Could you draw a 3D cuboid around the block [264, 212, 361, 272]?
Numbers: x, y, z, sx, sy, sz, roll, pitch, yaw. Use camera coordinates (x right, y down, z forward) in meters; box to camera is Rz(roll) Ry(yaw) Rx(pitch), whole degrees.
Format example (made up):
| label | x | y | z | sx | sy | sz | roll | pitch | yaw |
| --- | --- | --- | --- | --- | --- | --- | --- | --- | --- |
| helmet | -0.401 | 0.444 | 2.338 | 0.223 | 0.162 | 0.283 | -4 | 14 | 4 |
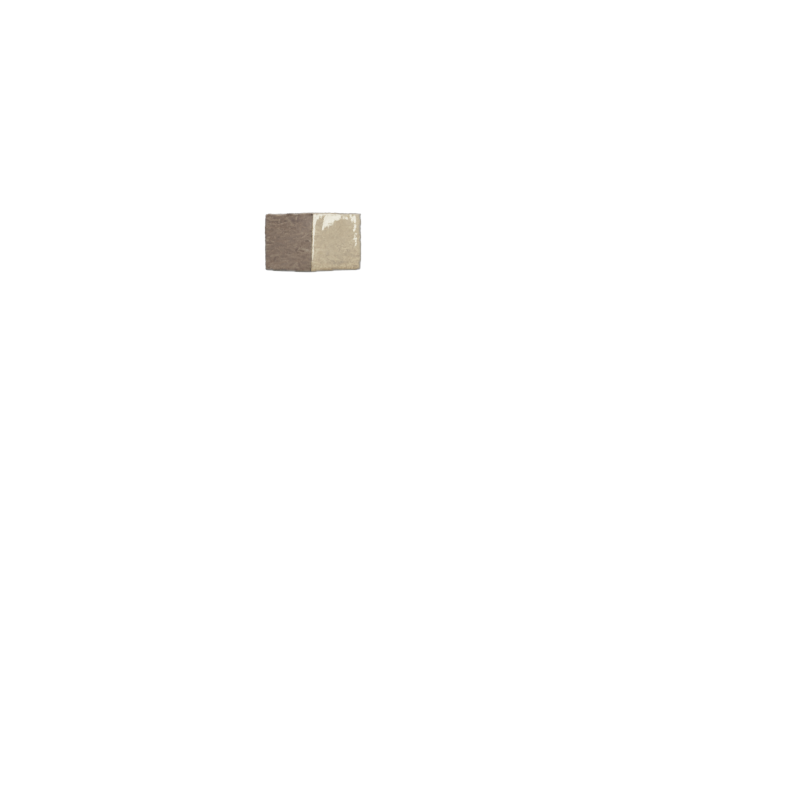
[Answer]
| label | x | y | z | sx | sy | sz | roll | pitch | yaw |
| --- | --- | --- | --- | --- | --- | --- | --- | --- | --- |
| block | -0.077 | -0.141 | 0.985 | 0.055 | 0.051 | 0.076 | 3 | 7 | 33 |
